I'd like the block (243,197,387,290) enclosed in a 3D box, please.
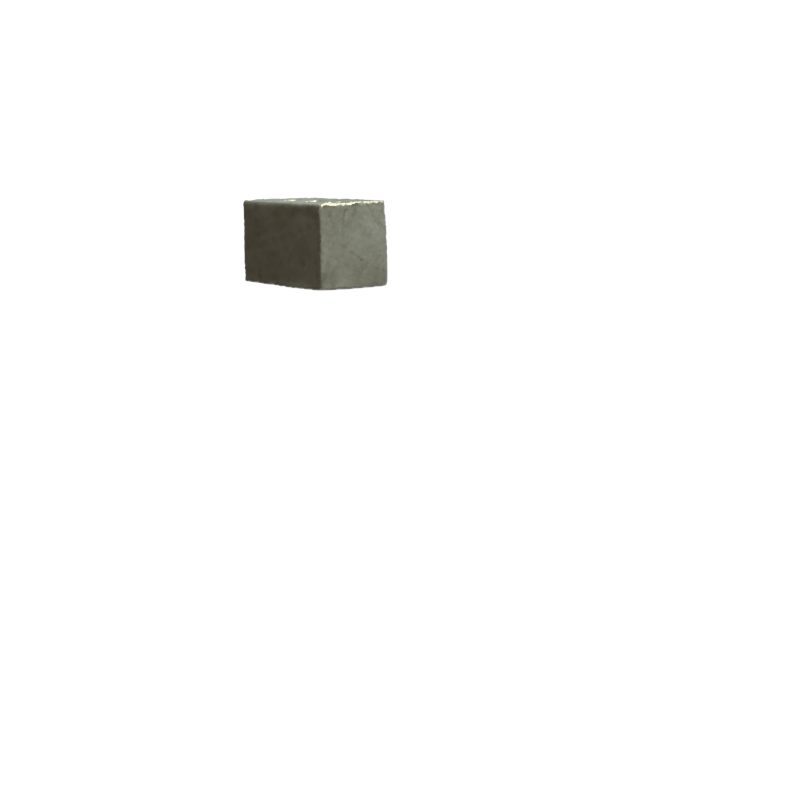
[{"bbox_3d":[-0.053,-0.096,0.671,0.051,0.050,0.082,-7,12,-41],"label":"block"}]
